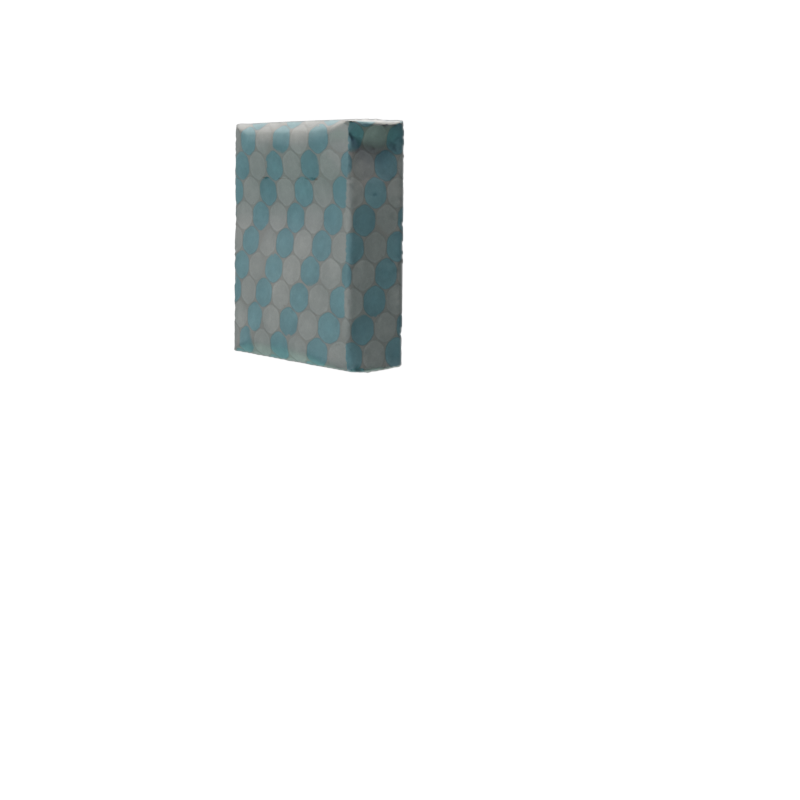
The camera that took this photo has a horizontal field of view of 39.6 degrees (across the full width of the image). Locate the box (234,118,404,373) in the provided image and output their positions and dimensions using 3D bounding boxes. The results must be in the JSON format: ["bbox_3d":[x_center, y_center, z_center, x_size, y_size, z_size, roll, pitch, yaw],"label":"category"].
[{"bbox_3d":[-0.077,-0.141,0.985,0.069,0.211,0.172,-4,8,-42],"label":"box"}]
